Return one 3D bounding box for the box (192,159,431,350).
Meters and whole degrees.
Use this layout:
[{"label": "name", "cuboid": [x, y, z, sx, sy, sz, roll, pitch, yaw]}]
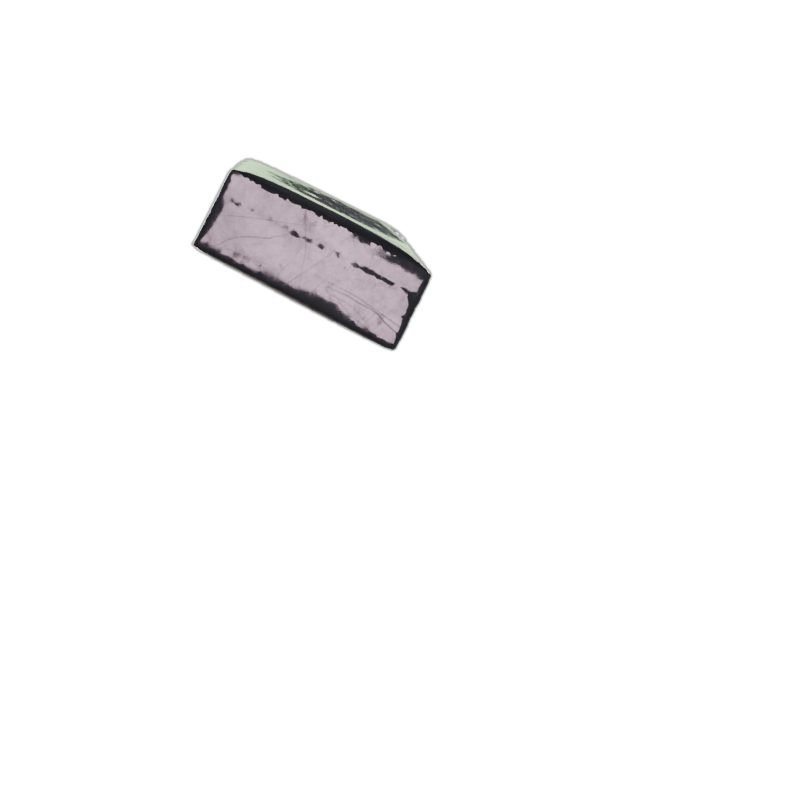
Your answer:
[{"label": "box", "cuboid": [-0.069, -0.126, 0.879, 0.162, 0.071, 0.220, 26, 11, -8]}]
